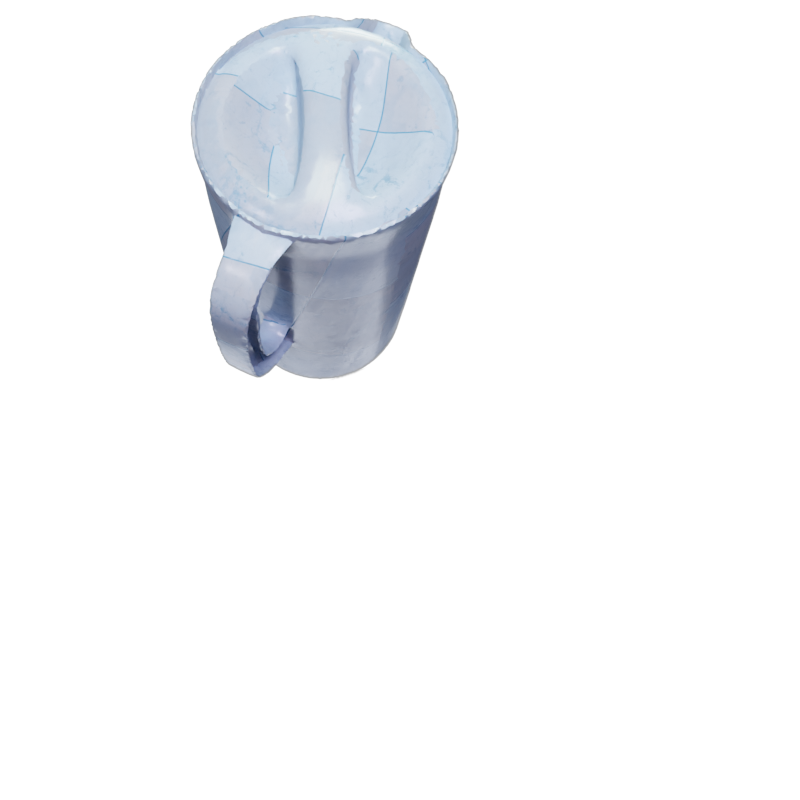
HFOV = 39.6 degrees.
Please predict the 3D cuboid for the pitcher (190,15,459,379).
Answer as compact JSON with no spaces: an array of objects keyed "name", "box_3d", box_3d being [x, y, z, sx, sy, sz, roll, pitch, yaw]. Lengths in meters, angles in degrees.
[{"name":"pitcher","box_3d":[-0.051,-0.092,0.648,0.148,0.154,0.231,-18,-20,-10]}]
